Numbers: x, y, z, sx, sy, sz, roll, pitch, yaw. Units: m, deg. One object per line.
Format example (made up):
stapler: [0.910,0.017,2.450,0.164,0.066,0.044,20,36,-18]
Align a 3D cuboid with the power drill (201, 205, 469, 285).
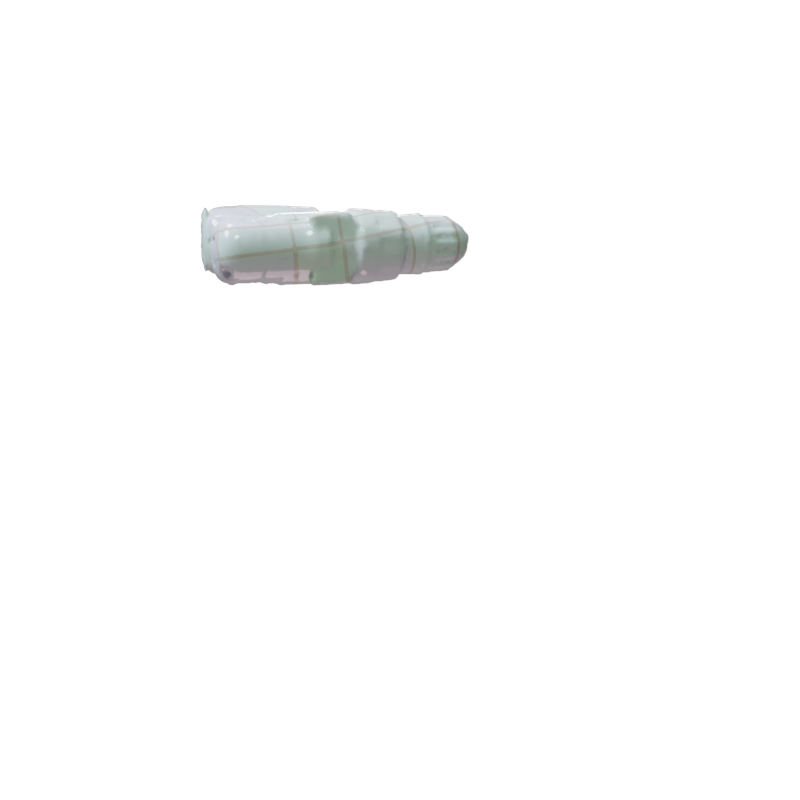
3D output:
power drill: [-0.065,-0.118,0.830,0.180,0.057,0.194,-3,9,-20]
